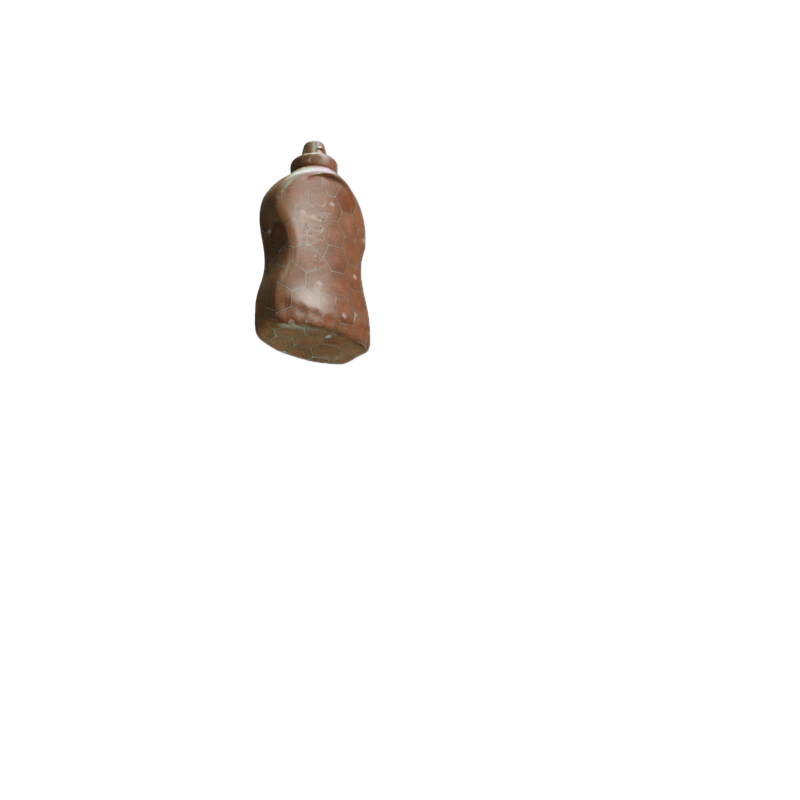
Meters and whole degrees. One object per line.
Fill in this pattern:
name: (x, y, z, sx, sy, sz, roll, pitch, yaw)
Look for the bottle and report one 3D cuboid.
bottle: (-0.071, -0.131, 0.915, 0.091, 0.204, 0.058, 17, -34, -32)
